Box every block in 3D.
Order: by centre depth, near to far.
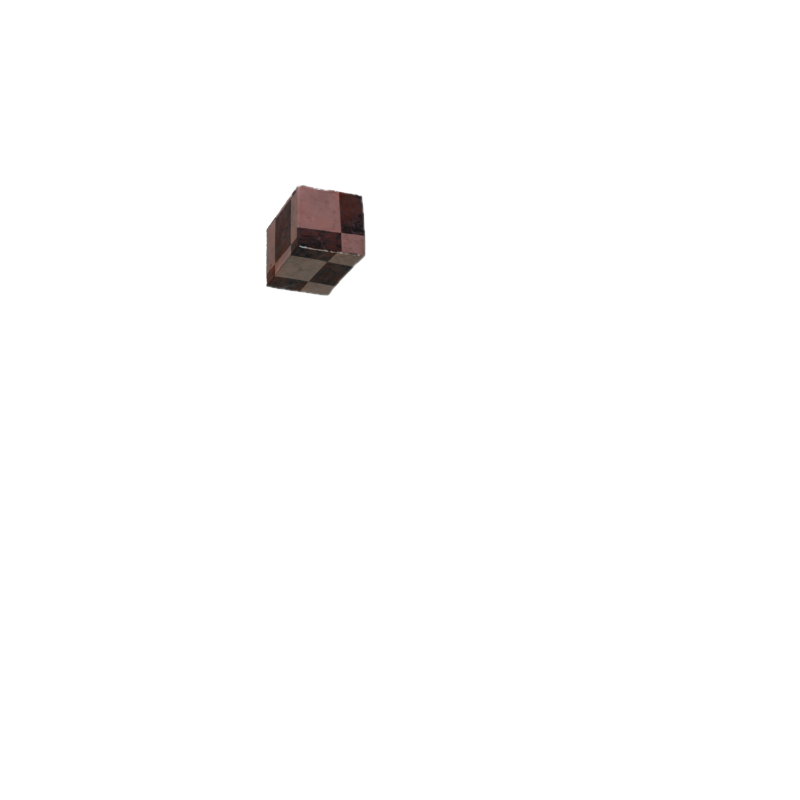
[{"bbox_3d":[-0.065,-0.118,0.825,0.051,0.054,0.076,8,-23,-22],"label":"block"}]
